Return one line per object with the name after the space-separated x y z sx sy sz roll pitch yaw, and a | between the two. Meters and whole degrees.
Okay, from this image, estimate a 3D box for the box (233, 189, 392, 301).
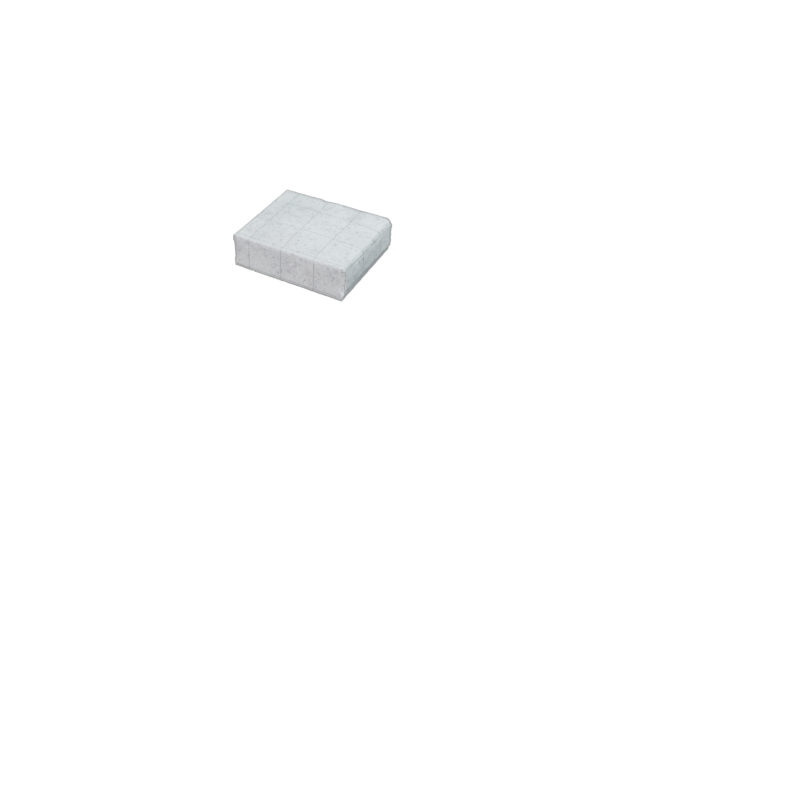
-0.061 -0.112 0.782 0.093 0.028 0.075 19 41 22 | box
